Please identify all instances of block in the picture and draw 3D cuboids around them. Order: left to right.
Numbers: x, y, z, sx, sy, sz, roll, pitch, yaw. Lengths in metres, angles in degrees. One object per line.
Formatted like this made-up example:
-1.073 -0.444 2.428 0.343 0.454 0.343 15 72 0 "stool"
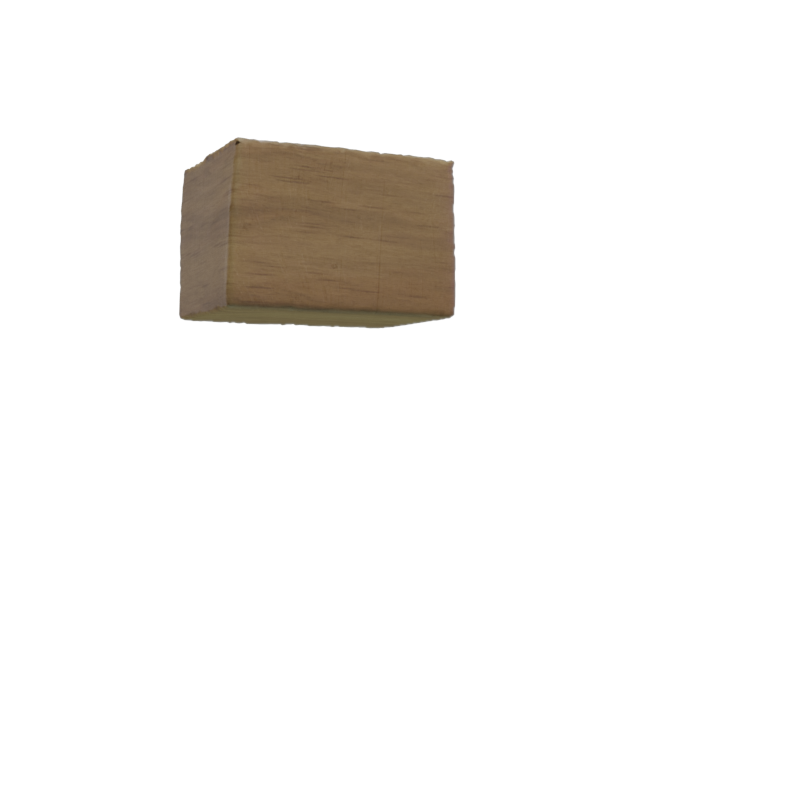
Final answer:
-0.028 -0.051 0.360 0.075 0.052 0.054 1 -5 -26 "block"
